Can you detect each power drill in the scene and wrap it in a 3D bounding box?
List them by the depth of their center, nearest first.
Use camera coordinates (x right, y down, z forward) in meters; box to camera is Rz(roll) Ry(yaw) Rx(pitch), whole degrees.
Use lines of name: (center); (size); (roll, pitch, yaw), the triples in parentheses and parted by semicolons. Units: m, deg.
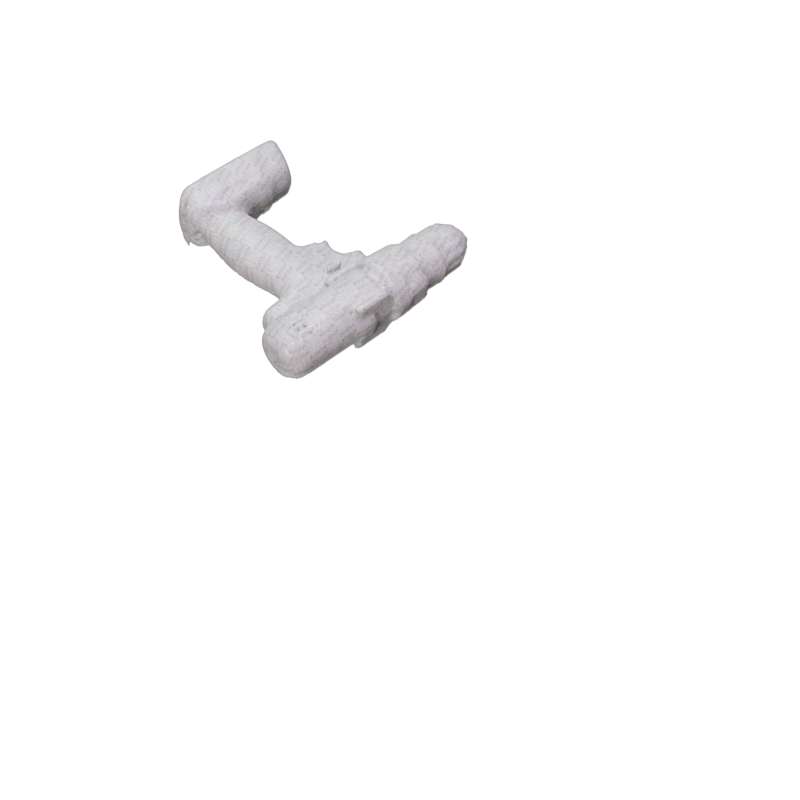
power drill: (-0.067, -0.123, 0.859); (0.185, 0.053, 0.200); (-34, 58, -25)
